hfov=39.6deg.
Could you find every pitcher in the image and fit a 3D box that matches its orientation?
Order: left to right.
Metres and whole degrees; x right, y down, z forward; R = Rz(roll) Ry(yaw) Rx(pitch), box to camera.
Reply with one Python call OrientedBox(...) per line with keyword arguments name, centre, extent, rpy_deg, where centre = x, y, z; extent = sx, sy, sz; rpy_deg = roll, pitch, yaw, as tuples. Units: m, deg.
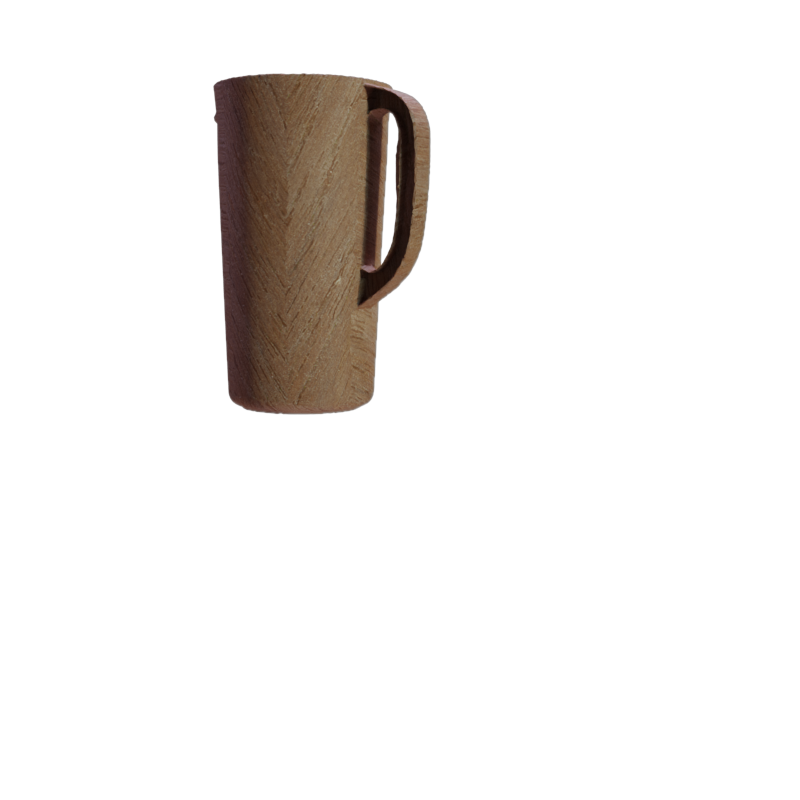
OrientedBox(name="pitcher", centre=(-0.064, -0.116, 0.812), extent=(0.143, 0.243, 0.152), rpy_deg=(0, 2, -11))
